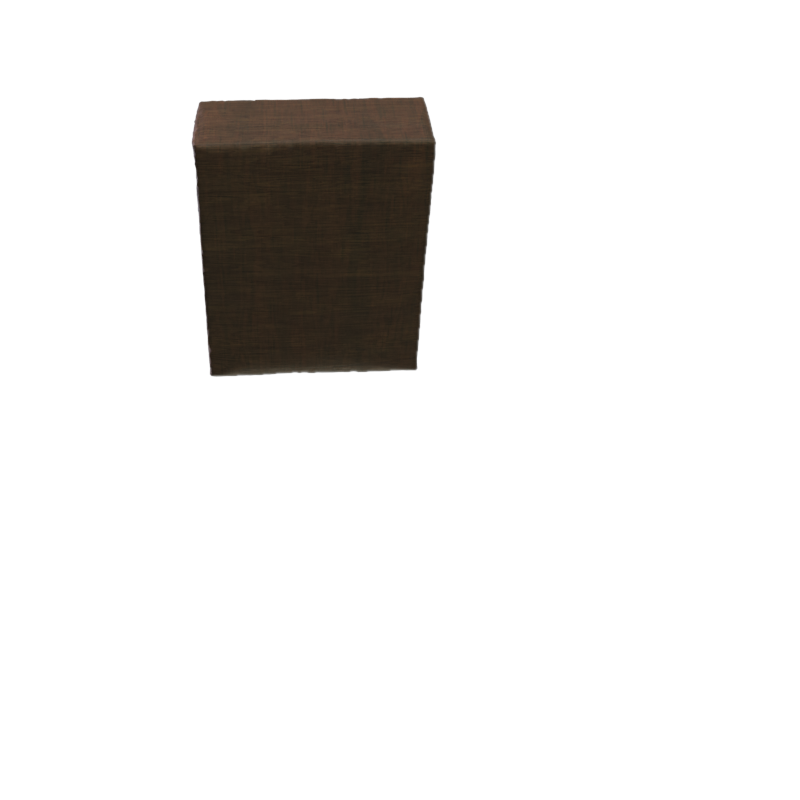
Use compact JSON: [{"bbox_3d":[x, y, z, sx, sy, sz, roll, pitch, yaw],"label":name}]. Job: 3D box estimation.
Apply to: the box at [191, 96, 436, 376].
[{"bbox_3d":[-0.064,-0.117,0.821,0.163,0.199,0.077,-1,40,-3],"label":"box"}]
